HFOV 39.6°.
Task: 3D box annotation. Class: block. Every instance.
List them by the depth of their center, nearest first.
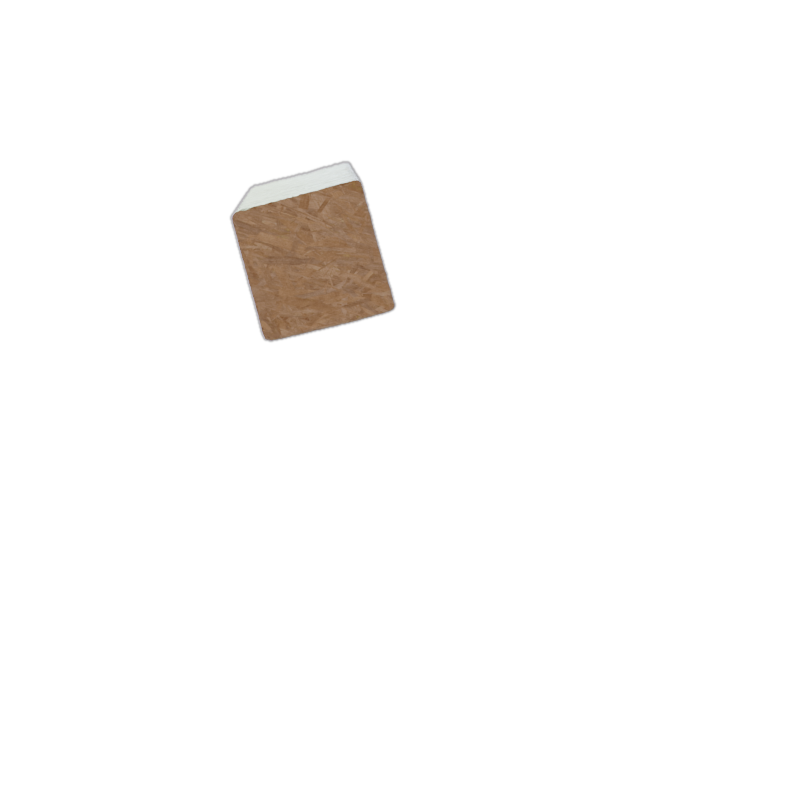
[{"bbox_3d":[-0.064,-0.116,0.815,0.090,0.088,0.212,-15,15,0],"label":"block"}]
